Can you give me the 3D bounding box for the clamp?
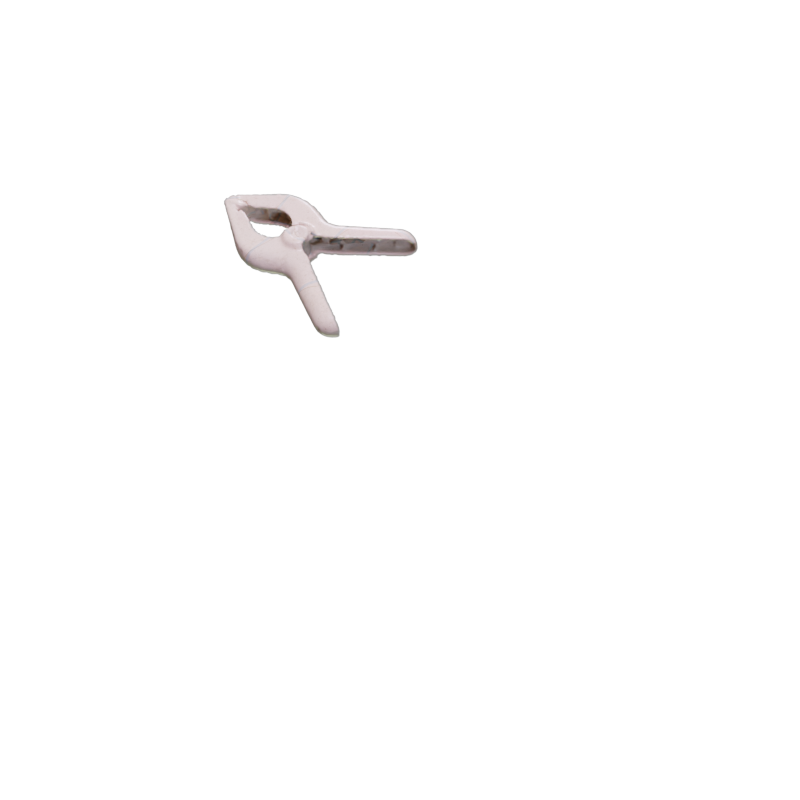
[{"bbox_3d":[-0.074,-0.135,0.945,0.121,0.036,0.183,-36,59,-26],"label":"clamp"}]
